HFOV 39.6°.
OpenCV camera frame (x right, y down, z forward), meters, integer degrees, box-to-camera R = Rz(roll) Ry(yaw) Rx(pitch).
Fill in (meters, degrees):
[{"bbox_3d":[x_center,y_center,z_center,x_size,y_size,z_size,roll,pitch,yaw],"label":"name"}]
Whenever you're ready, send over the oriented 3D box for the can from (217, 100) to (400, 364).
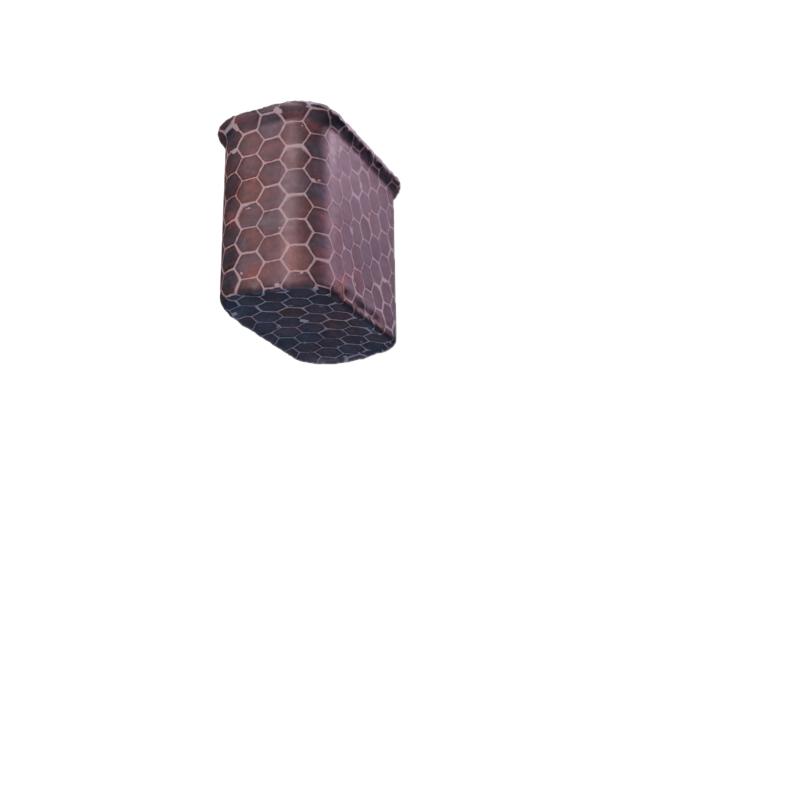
[{"bbox_3d":[-0.039,-0.070,0.493,0.058,0.088,0.095,-10,-22,22],"label":"can"}]
